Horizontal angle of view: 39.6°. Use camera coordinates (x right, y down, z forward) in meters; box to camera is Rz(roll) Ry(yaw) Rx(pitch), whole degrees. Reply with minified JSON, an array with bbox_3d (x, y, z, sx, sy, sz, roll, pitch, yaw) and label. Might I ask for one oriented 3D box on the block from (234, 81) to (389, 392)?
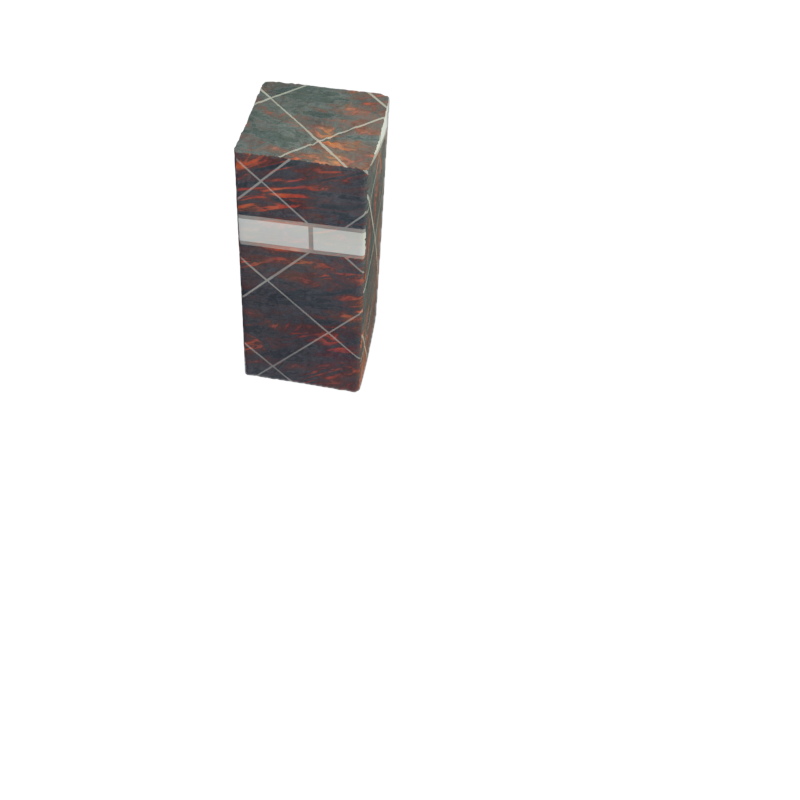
[{"bbox_3d":[-0.062,-0.114,0.795,0.092,0.192,0.096,9,44,5],"label":"block"}]
